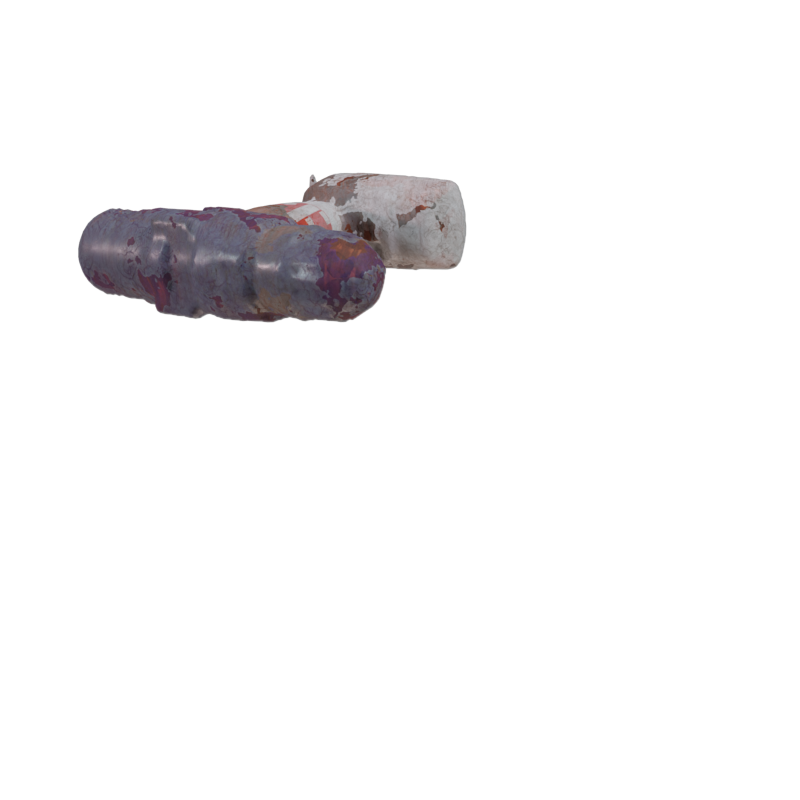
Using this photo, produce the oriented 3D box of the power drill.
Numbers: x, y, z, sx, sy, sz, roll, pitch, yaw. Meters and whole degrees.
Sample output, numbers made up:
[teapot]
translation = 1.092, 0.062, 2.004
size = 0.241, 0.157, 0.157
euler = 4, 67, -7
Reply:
[power drill]
translation = -0.046, -0.083, 0.582
size = 0.194, 0.056, 0.184
euler = 12, 20, 36
